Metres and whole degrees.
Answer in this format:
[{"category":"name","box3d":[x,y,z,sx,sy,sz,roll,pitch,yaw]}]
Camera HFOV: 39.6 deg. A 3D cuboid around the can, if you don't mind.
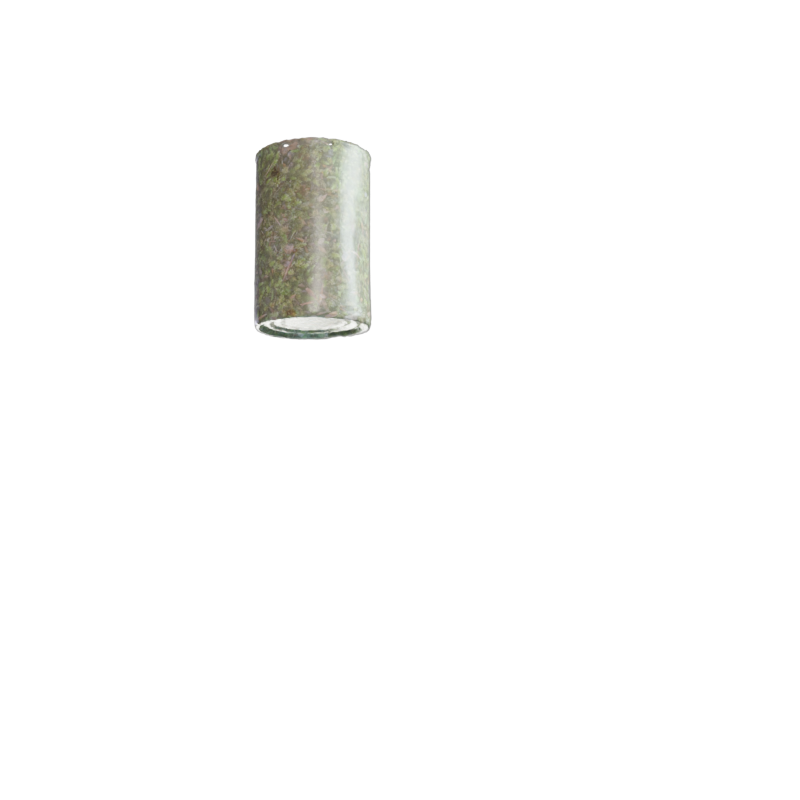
[{"category":"can","box3d":[-0.050,-0.091,0.634,0.068,0.106,0.066,0,-13,-2]}]
